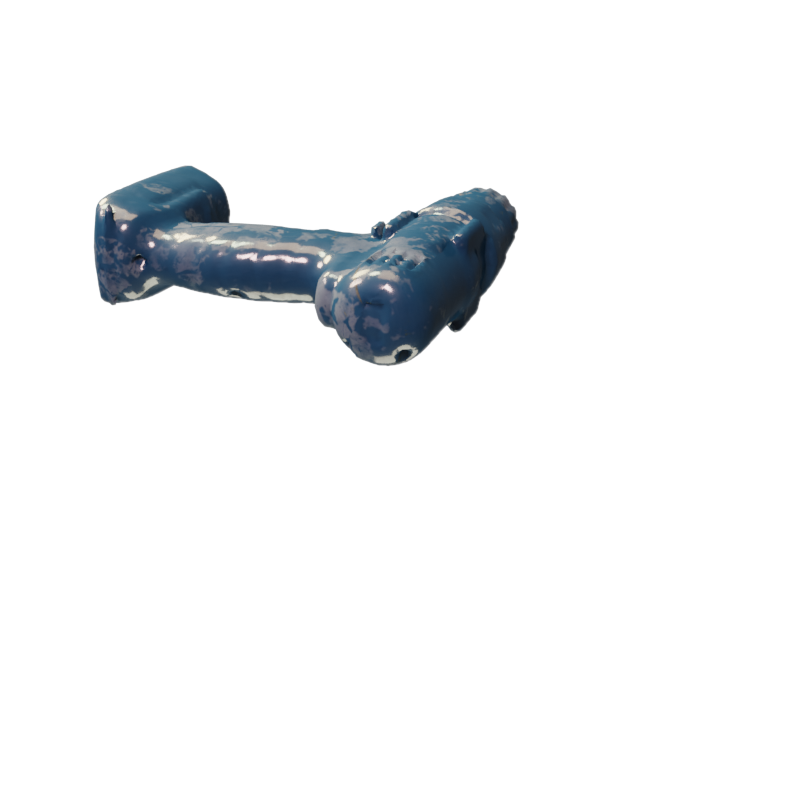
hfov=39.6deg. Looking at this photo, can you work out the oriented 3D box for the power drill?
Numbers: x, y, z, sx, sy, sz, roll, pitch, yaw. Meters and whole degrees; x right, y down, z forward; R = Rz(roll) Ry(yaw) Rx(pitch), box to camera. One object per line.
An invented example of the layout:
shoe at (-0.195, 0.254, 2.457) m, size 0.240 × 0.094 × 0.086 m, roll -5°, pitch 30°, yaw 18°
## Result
power drill at (-0.044, -0.080, 0.563) m, size 0.194 × 0.055 × 0.186 m, roll 9°, pitch 23°, yaw 20°
